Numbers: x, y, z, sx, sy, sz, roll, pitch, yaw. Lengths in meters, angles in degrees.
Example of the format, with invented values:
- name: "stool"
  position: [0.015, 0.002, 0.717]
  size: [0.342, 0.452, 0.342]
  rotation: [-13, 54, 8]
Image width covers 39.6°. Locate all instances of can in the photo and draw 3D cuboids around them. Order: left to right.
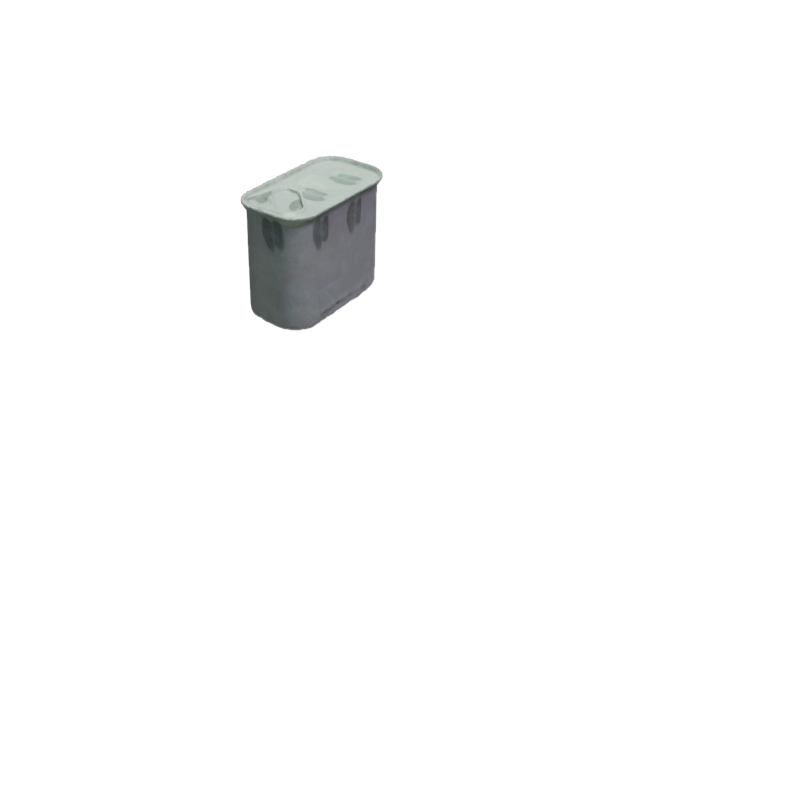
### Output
- name: "can"
  position: [-0.058, -0.106, 0.742]
  size: [0.061, 0.079, 0.103]
  rotation: [20, 36, 29]
